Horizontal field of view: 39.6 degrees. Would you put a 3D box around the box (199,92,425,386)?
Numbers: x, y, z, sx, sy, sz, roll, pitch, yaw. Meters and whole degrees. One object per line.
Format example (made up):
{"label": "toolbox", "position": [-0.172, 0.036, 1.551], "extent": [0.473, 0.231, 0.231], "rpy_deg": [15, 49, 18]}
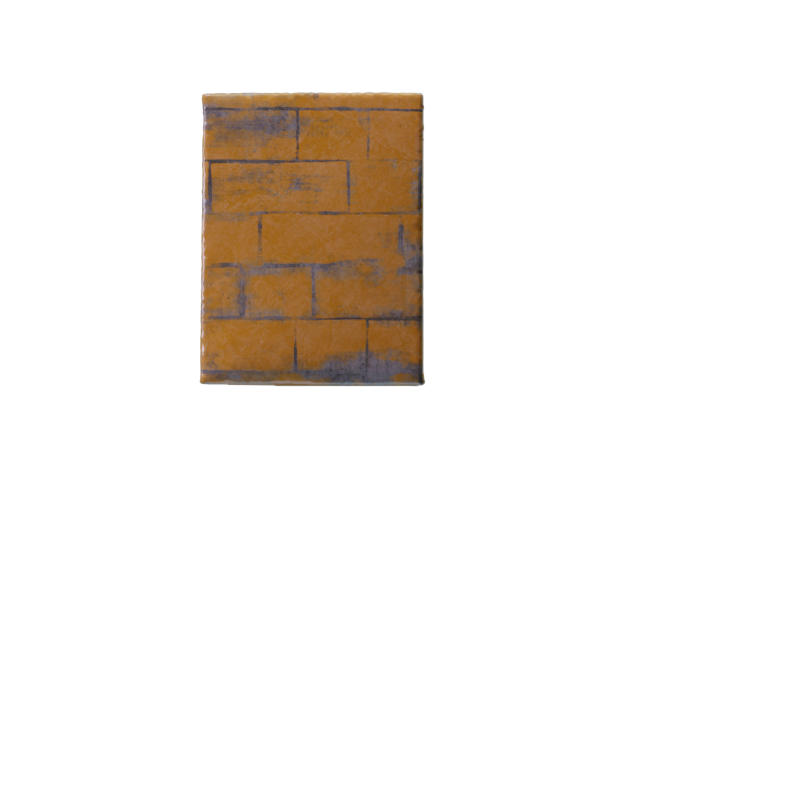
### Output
{"label": "box", "position": [-0.065, -0.119, 0.831], "extent": [0.164, 0.216, 0.071], "rpy_deg": [0, -4, -1]}
